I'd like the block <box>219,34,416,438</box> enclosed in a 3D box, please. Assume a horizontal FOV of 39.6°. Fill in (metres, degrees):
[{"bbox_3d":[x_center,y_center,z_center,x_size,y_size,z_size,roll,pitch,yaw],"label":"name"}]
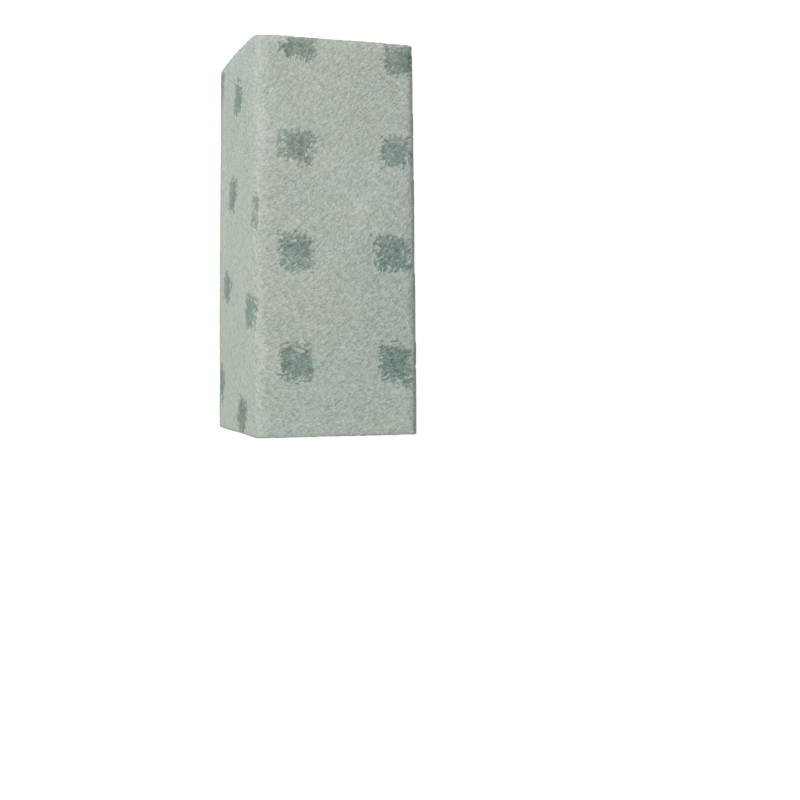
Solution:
[{"bbox_3d":[-0.048,-0.088,0.612,0.088,0.209,0.091,1,-4,-19],"label":"block"}]
